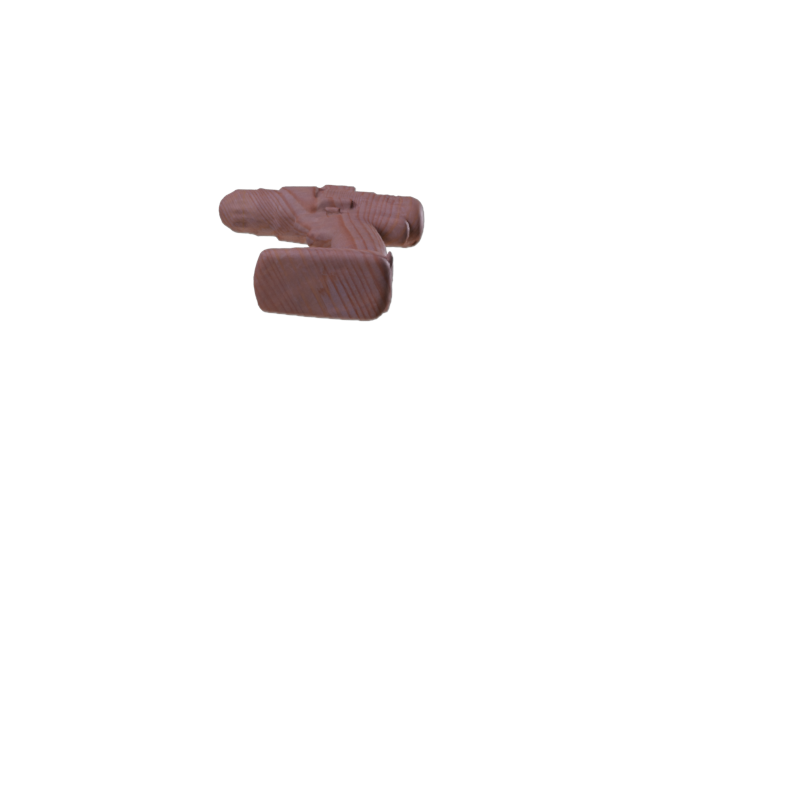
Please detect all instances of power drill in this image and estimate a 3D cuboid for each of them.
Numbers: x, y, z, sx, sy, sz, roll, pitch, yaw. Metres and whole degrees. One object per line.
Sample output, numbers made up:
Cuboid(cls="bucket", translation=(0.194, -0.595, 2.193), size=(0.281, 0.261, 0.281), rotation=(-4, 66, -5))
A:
Cuboid(cls="power drill", translation=(-0.073, -0.132, 0.927), size=(0.185, 0.054, 0.197), rotation=(2, 28, 3))
